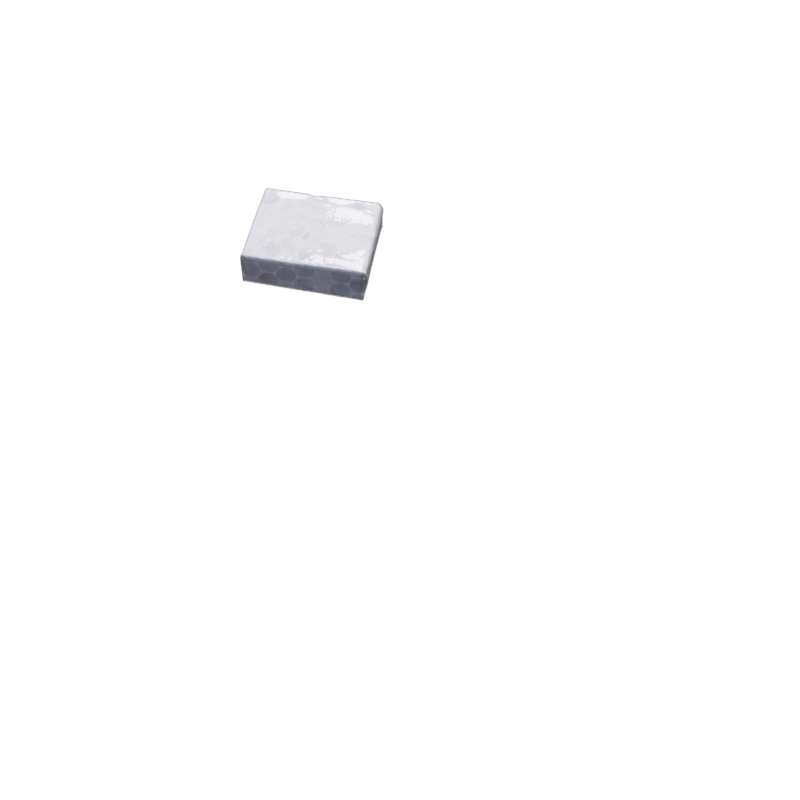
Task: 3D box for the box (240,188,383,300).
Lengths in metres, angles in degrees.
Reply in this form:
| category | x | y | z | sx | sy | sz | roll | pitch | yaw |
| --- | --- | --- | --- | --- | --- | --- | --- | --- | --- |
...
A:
| category | x | y | z | sx | sy | sz | roll | pitch | yaw |
| --- | --- | --- | --- | --- | --- | --- | --- | --- | --- |
| box | -0.061 | -0.112 | 0.785 | 0.090 | 0.077 | 0.028 | 8 | -42 | 7 |
